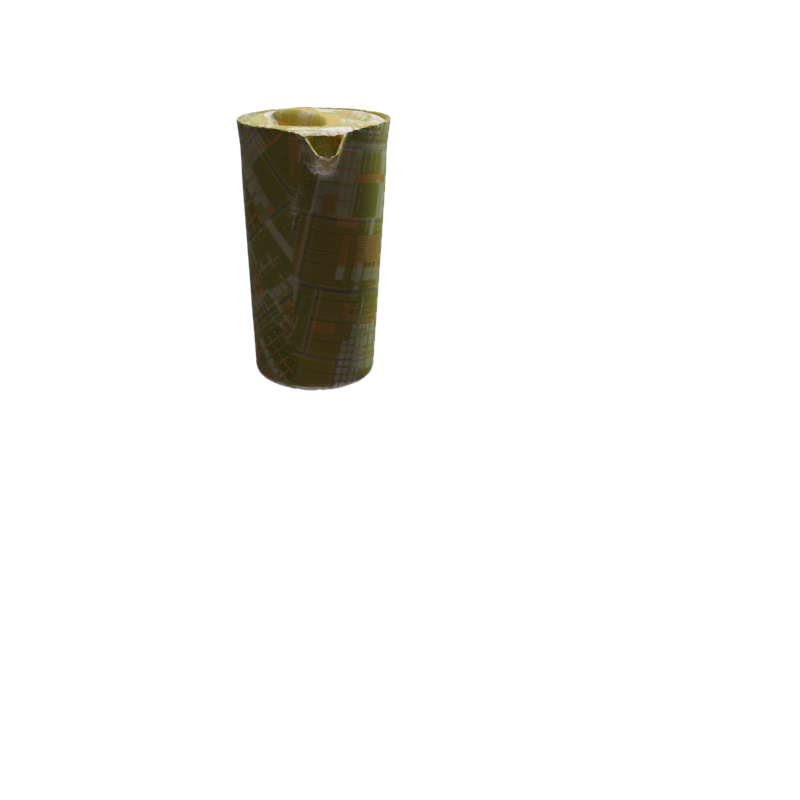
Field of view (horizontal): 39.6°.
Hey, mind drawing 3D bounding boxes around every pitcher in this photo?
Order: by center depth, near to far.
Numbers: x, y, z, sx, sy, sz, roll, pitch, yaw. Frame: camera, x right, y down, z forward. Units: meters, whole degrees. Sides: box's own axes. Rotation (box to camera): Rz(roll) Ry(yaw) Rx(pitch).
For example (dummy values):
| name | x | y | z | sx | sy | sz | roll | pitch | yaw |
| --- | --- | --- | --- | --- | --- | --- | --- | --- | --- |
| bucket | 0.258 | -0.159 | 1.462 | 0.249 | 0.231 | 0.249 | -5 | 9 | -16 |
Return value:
| name | x | y | z | sx | sy | sz | roll | pitch | yaw |
| --- | --- | --- | --- | --- | --- | --- | --- | --- | --- |
| pitcher | -0.078 | -0.143 | 1.000 | 0.152 | 0.234 | 0.148 | 12 | 21 | 32 |
